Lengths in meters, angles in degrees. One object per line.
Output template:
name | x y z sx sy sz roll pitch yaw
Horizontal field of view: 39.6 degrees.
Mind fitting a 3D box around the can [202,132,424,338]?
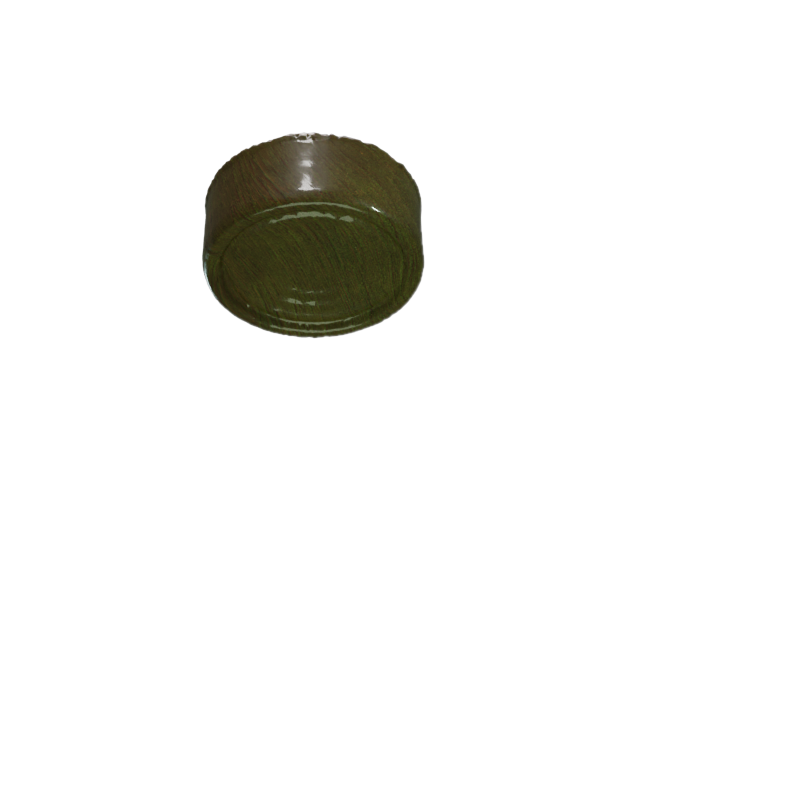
can | -0.034 -0.061 0.429 0.086 0.036 0.080 1 -36 -2
